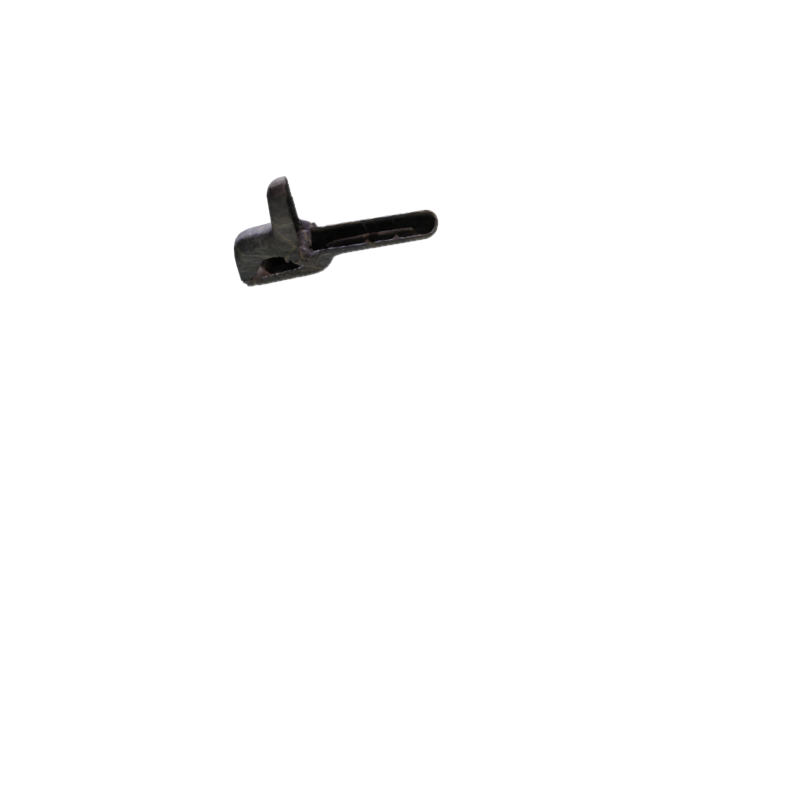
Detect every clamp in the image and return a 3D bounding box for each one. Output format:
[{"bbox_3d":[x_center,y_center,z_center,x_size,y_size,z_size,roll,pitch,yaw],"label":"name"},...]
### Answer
[{"bbox_3d":[-0.078,-0.142,0.997,0.158,0.038,0.209,7,-15,-27],"label":"clamp"}]
